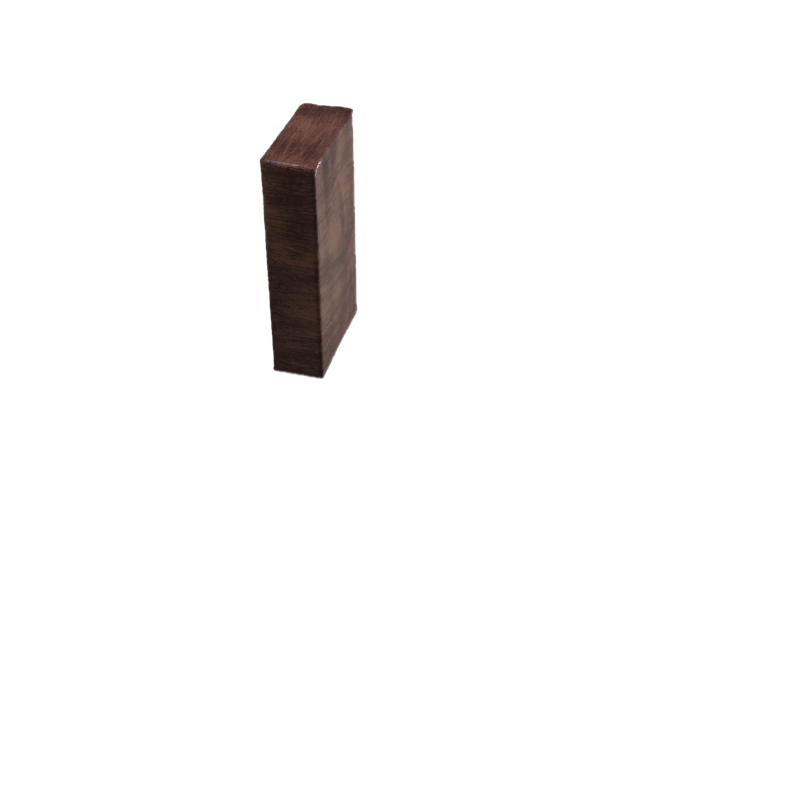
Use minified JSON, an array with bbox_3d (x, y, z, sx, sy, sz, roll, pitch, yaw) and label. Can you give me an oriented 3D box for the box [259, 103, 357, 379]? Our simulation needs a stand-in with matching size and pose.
[{"bbox_3d":[-0.062,-0.113,0.796,0.049,0.165,0.098,11,38,10],"label":"box"}]
